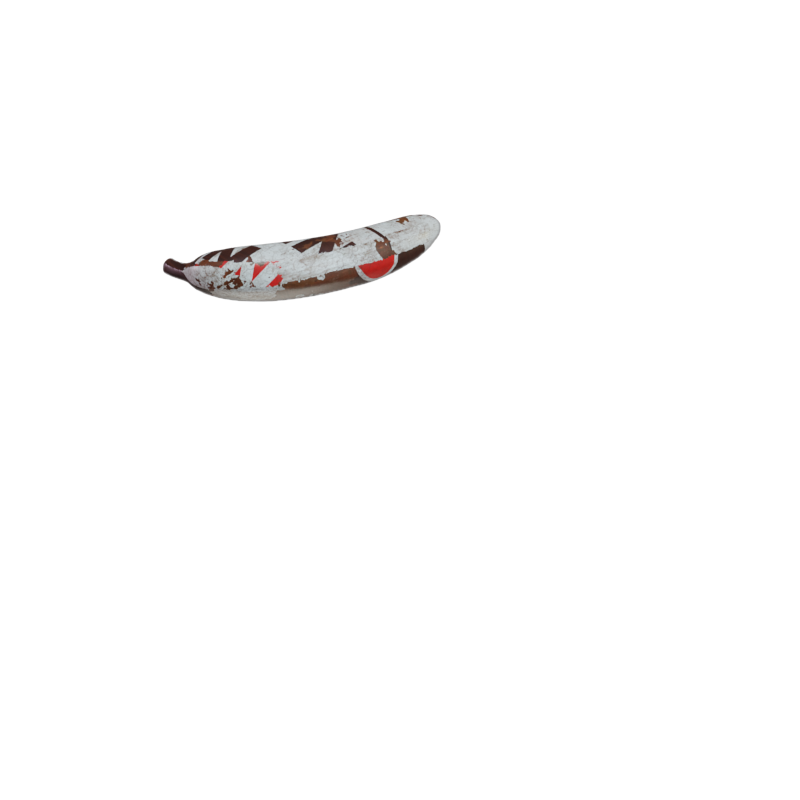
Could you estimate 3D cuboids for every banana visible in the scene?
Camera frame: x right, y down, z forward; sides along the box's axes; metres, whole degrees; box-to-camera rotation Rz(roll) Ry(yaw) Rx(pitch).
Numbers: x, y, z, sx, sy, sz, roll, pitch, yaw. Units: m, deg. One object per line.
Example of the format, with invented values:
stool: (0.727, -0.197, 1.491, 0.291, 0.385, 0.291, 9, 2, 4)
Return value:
banana: (-0.057, -0.097, 0.744, 0.195, 0.034, 0.075, -9, 36, -13)
